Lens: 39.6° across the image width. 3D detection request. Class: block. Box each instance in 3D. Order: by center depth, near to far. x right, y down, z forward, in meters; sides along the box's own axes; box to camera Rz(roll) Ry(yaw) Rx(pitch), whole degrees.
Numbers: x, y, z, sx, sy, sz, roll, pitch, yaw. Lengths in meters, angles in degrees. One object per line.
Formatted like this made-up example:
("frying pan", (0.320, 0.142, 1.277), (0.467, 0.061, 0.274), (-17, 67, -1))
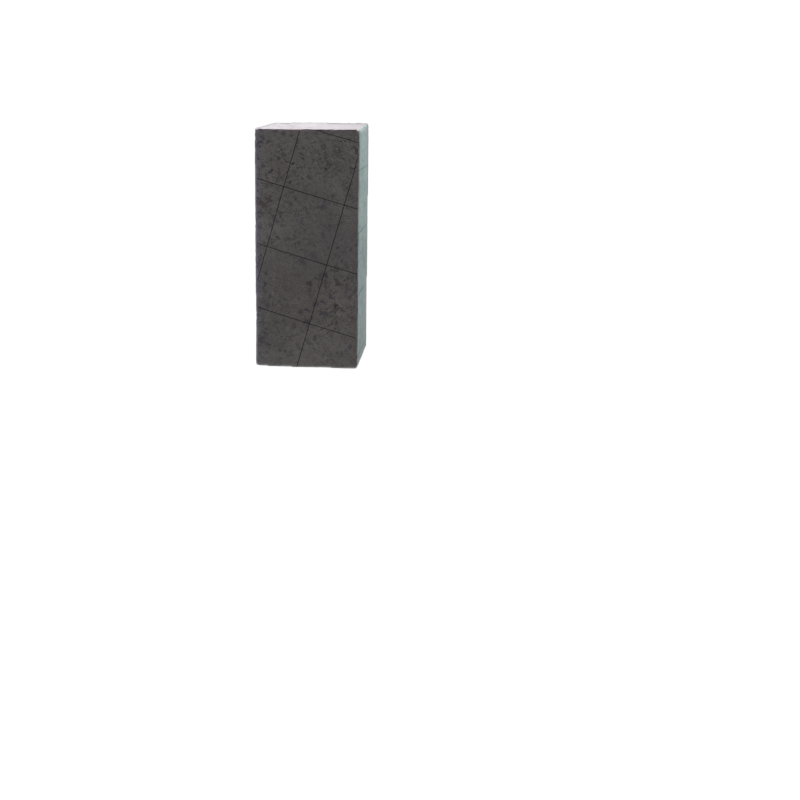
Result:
("block", (-0.076, -0.140, 0.982), (0.091, 0.201, 0.092), (2, 10, 6))
